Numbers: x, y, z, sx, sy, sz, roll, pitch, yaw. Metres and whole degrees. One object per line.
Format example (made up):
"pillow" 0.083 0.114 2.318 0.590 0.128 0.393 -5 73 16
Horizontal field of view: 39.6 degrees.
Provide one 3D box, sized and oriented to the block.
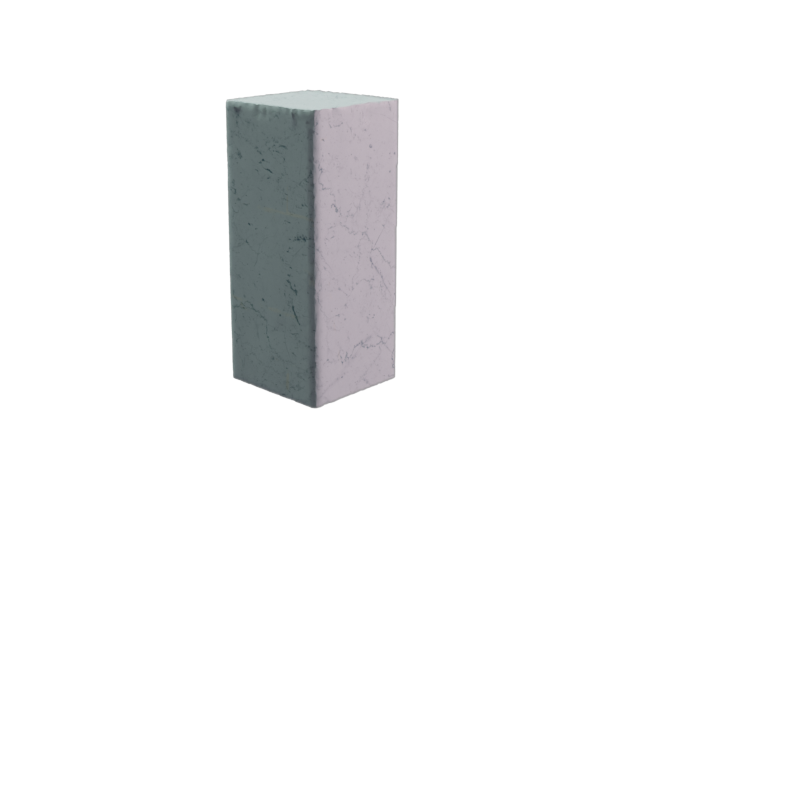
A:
"block" -0.063 -0.114 0.796 0.096 0.199 0.088 15 21 40
